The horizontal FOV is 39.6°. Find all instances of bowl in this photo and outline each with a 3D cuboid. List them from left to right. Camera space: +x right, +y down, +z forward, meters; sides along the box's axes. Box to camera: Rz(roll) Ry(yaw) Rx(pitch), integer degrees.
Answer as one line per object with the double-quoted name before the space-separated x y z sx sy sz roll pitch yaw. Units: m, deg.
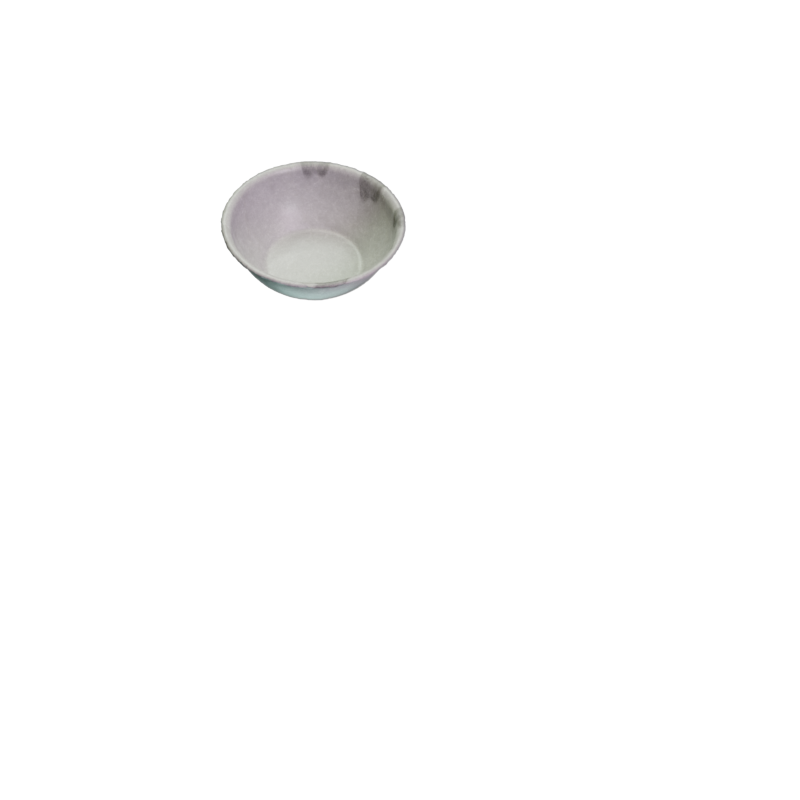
"bowl" -0.077 -0.141 0.986 0.162 0.174 0.051 -1 -42 -1
